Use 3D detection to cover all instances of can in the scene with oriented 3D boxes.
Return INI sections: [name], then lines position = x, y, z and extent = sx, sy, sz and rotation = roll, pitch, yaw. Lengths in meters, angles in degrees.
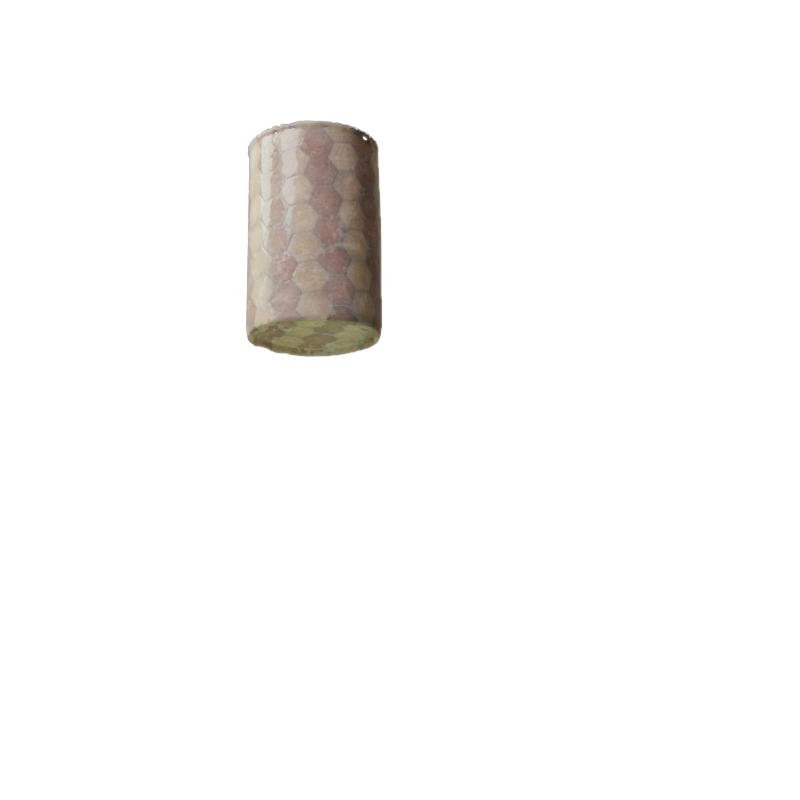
[can]
position = -0.044, -0.079, 0.556
extent = 0.068, 0.107, 0.066
rotation = 0, -18, -2
